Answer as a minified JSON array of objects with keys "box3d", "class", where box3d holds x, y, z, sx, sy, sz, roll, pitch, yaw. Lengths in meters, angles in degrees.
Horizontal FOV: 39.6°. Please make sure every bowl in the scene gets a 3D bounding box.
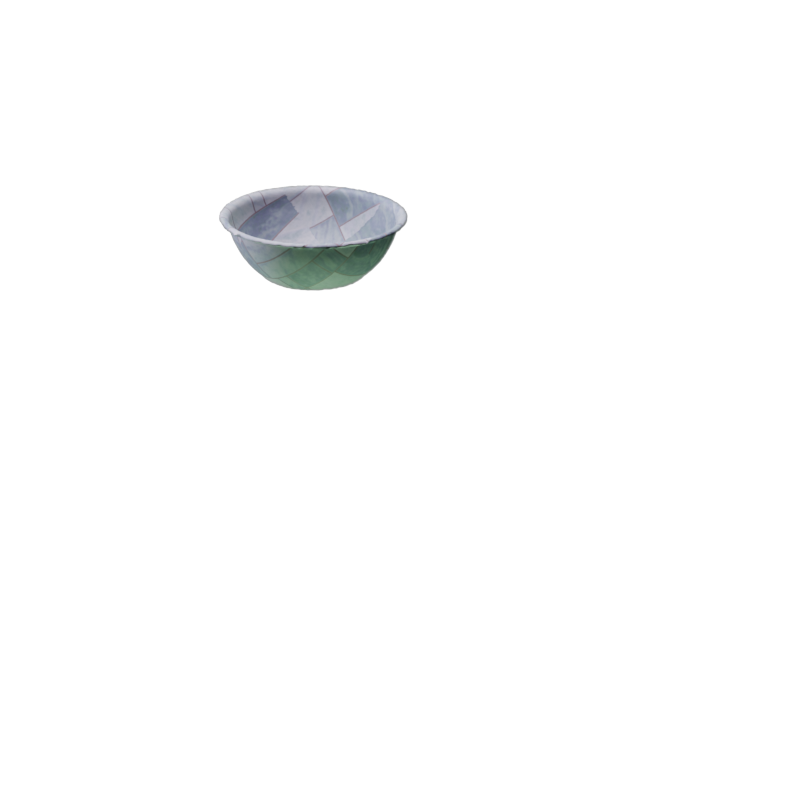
[{"box3d":[-0.075,-0.137,0.961,0.162,0.052,0.171,-1,27,-2],"class":"bowl"}]
